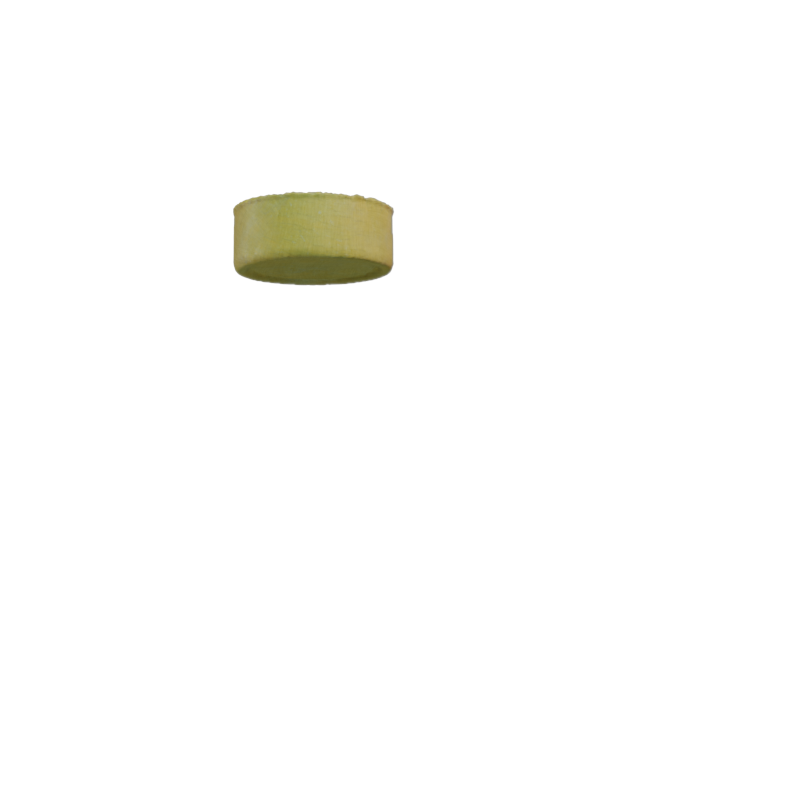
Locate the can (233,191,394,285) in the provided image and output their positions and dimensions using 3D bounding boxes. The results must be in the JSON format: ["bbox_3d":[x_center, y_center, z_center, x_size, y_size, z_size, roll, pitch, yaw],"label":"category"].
[{"bbox_3d":[-0.046,-0.084,0.588,0.086,0.034,0.084,0,-5,-2],"label":"can"}]
